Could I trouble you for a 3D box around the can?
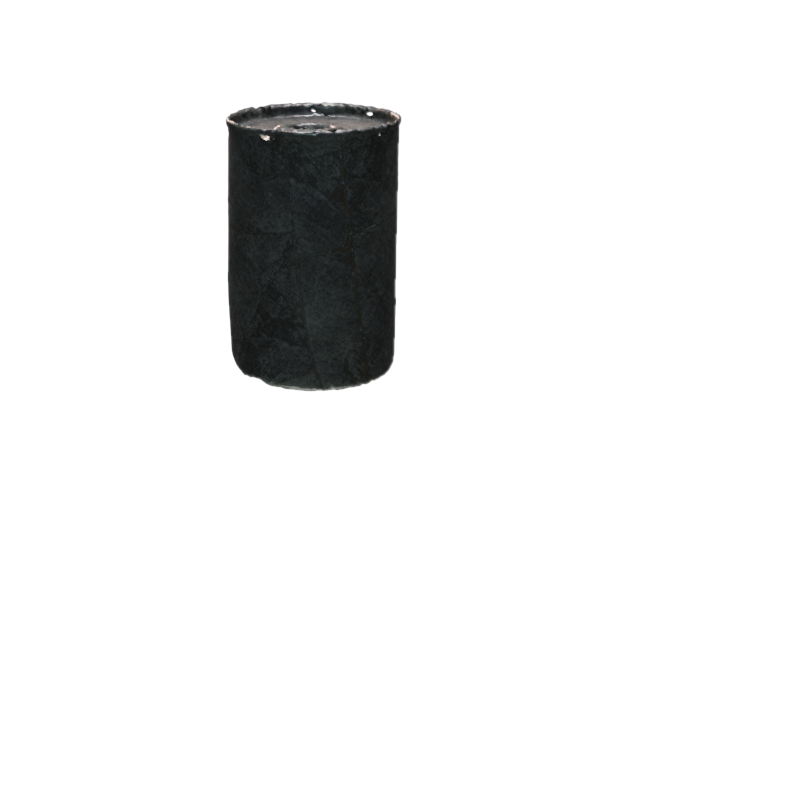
[{"bbox_3d":[-0.035,-0.063,0.443,0.068,0.098,0.071,0,18,-2],"label":"can"}]
